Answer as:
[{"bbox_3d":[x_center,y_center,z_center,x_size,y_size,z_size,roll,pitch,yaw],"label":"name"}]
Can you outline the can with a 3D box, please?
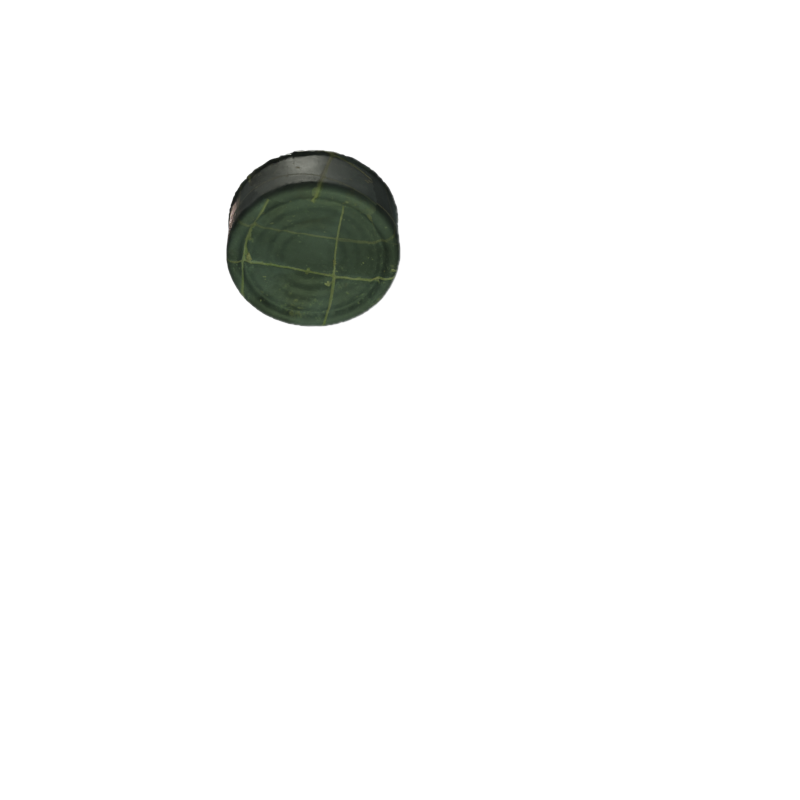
[{"bbox_3d":[-0.043,-0.078,0.545,0.086,0.080,0.036,1,38,-1],"label":"can"}]
